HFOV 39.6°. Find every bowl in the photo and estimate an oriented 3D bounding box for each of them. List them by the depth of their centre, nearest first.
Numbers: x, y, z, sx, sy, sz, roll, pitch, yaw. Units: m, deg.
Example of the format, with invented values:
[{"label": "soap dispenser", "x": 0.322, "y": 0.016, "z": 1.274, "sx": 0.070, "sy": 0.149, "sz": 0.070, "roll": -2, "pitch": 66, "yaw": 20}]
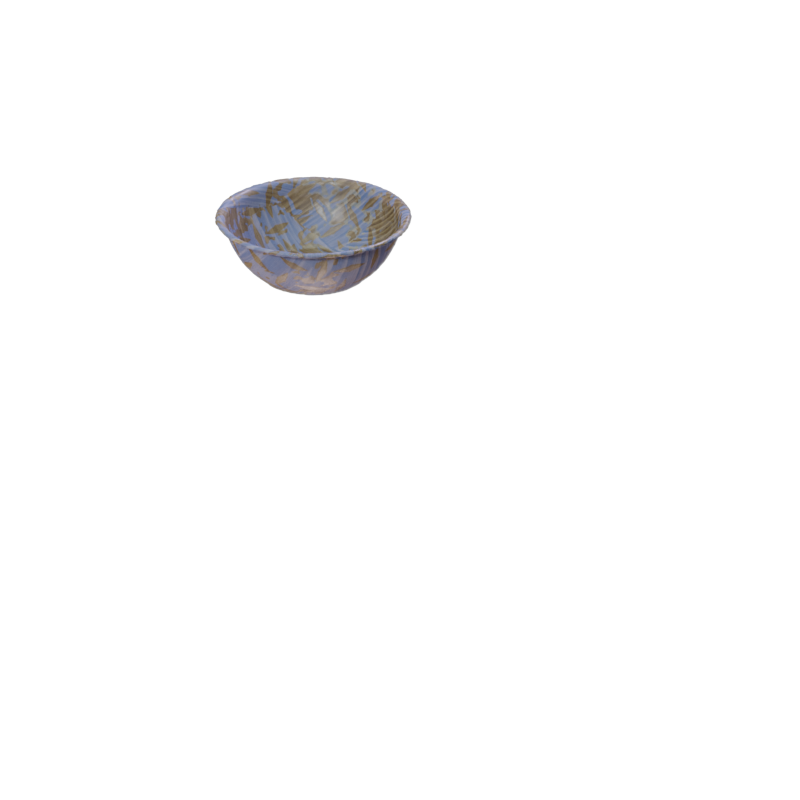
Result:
[{"label": "bowl", "x": -0.073, "y": -0.132, "z": 0.926, "sx": 0.162, "sy": 0.052, "sz": 0.172, "roll": -1, "pitch": 31, "yaw": -2}]
